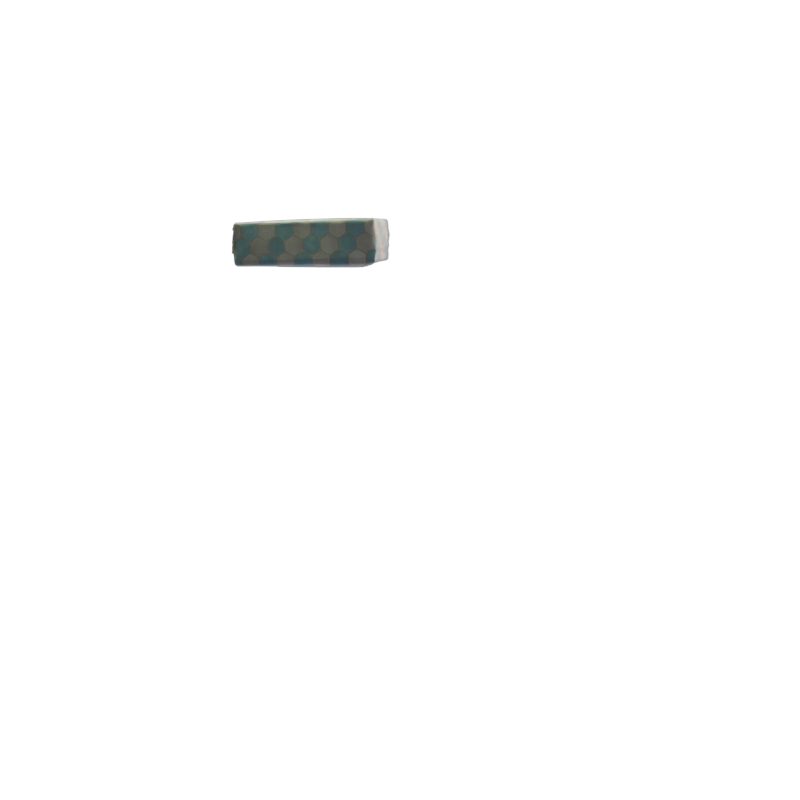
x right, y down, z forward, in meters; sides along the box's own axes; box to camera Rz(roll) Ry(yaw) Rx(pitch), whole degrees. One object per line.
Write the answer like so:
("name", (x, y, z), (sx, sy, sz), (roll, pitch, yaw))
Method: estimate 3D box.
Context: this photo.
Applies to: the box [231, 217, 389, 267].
("box", (-0.069, -0.127, 0.887), (0.115, 0.038, 0.090), (1, 9, 9))
